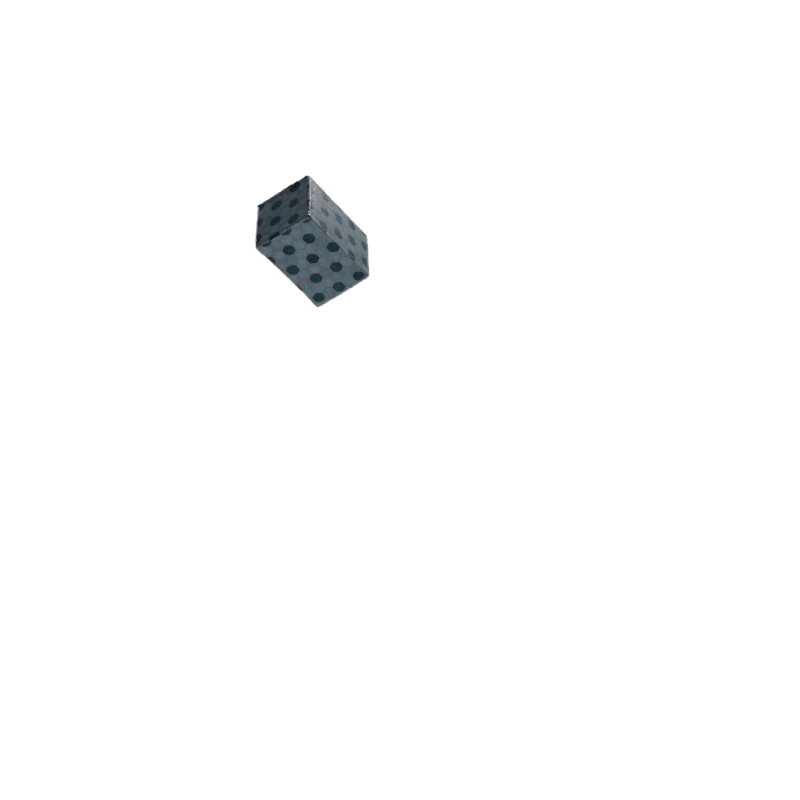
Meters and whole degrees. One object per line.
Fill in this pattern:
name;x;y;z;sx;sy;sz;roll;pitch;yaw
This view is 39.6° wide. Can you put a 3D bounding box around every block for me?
block;-0.066;-0.121;0.847;0.053;0.055;0.073;-29;-53;23
